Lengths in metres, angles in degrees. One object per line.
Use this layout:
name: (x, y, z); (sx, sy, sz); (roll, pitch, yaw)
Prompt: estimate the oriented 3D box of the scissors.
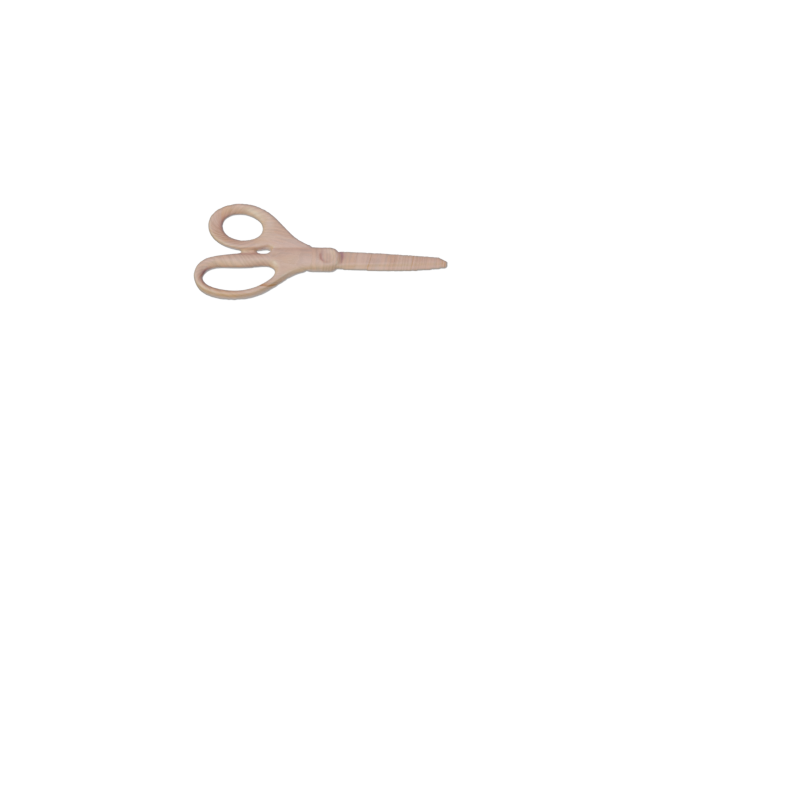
scissors: (-0.071, -0.129, 0.907); (0.200, 0.103, 0.015); (-12, -29, -7)
